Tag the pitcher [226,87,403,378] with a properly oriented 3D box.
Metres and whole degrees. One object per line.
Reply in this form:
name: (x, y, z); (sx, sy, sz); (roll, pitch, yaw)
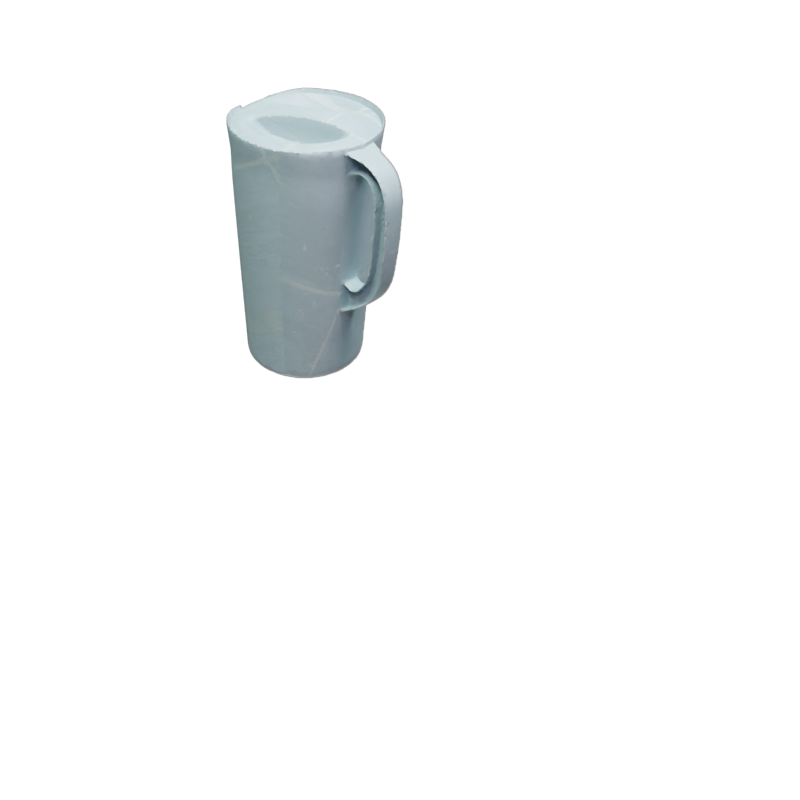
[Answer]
pitcher: (-0.076, -0.139, 0.973); (0.145, 0.228, 0.159); (1, 33, -2)
